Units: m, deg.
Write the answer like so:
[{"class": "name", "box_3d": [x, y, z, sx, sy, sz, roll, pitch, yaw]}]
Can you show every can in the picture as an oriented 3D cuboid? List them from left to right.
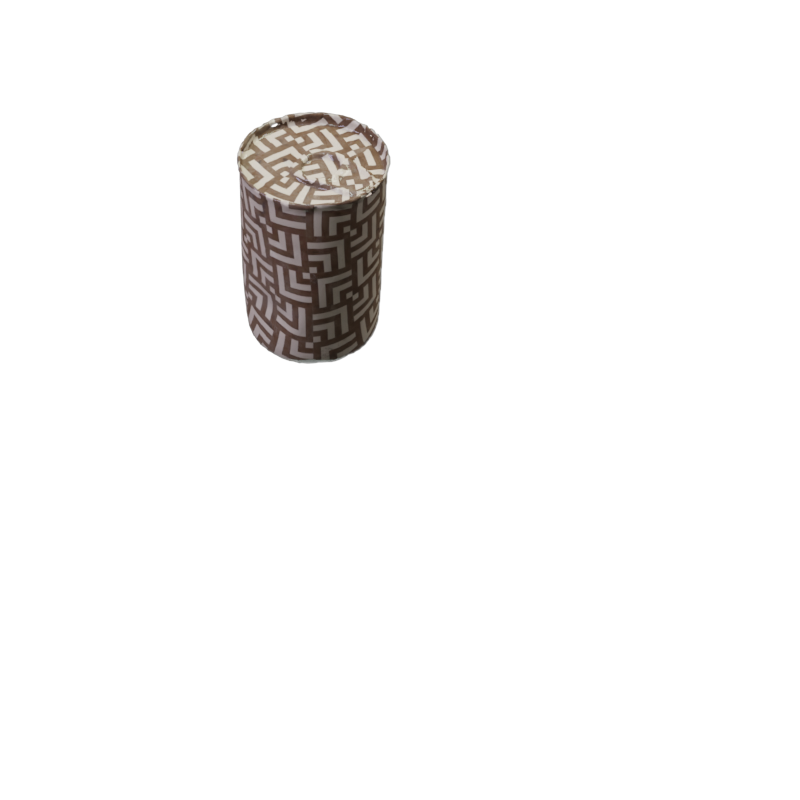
[{"class": "can", "box_3d": [-0.041, -0.075, 0.523, 0.068, 0.074, 0.095, 0, -44, -3]}]
